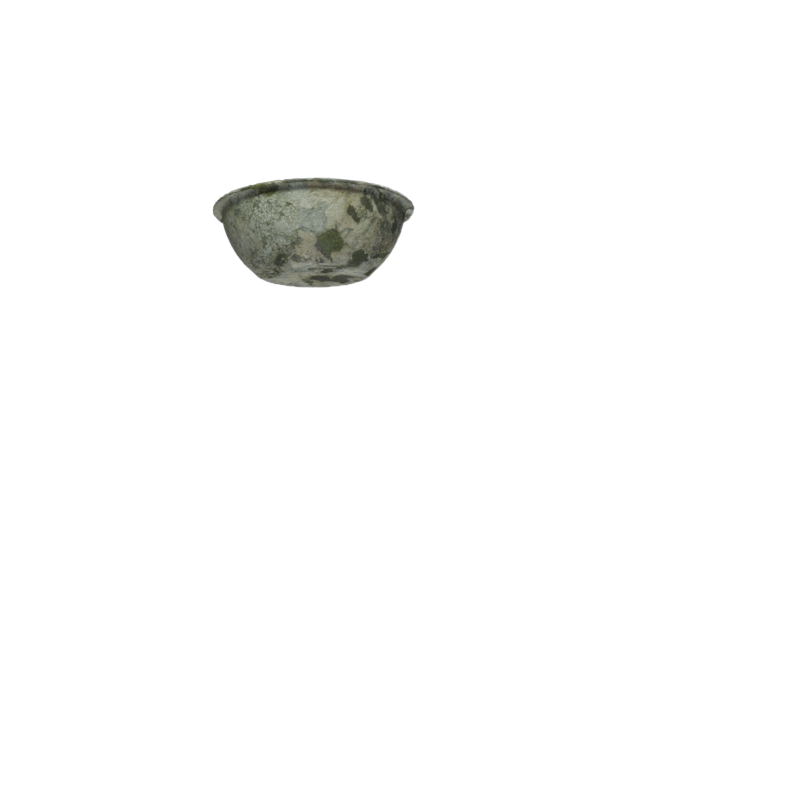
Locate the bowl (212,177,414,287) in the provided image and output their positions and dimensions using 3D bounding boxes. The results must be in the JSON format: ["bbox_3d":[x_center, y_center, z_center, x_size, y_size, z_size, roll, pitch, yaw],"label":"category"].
[{"bbox_3d":[-0.069,-0.126,0.884,0.162,0.057,0.158,0,-8,-2],"label":"bowl"}]
